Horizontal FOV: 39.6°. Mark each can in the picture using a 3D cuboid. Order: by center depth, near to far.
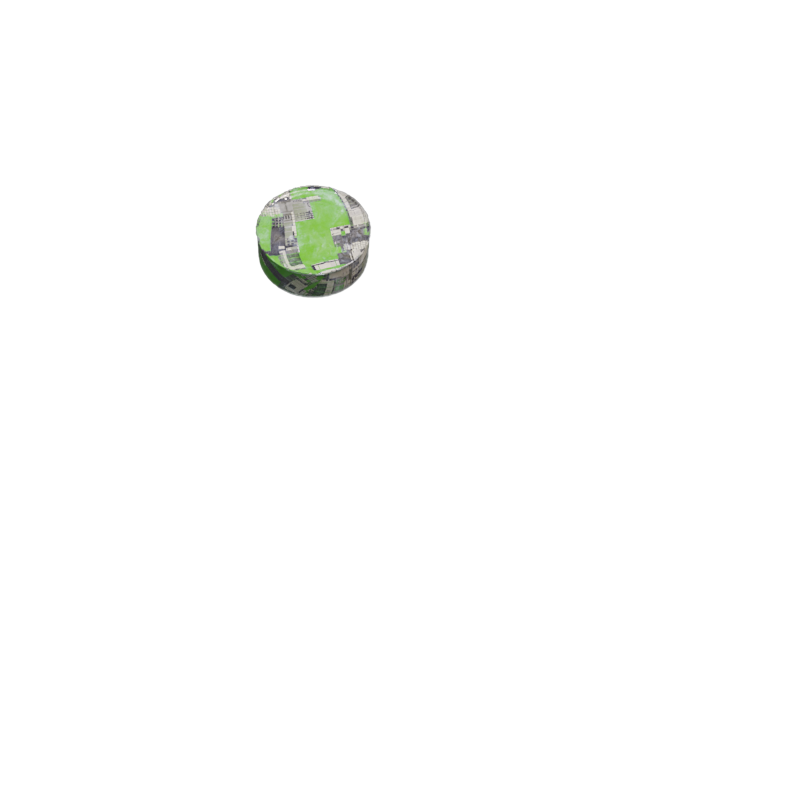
[{"bbox_3d":[-0.066,-0.120,0.838,0.086,0.092,0.031,-1,-36,-1],"label":"can"}]
